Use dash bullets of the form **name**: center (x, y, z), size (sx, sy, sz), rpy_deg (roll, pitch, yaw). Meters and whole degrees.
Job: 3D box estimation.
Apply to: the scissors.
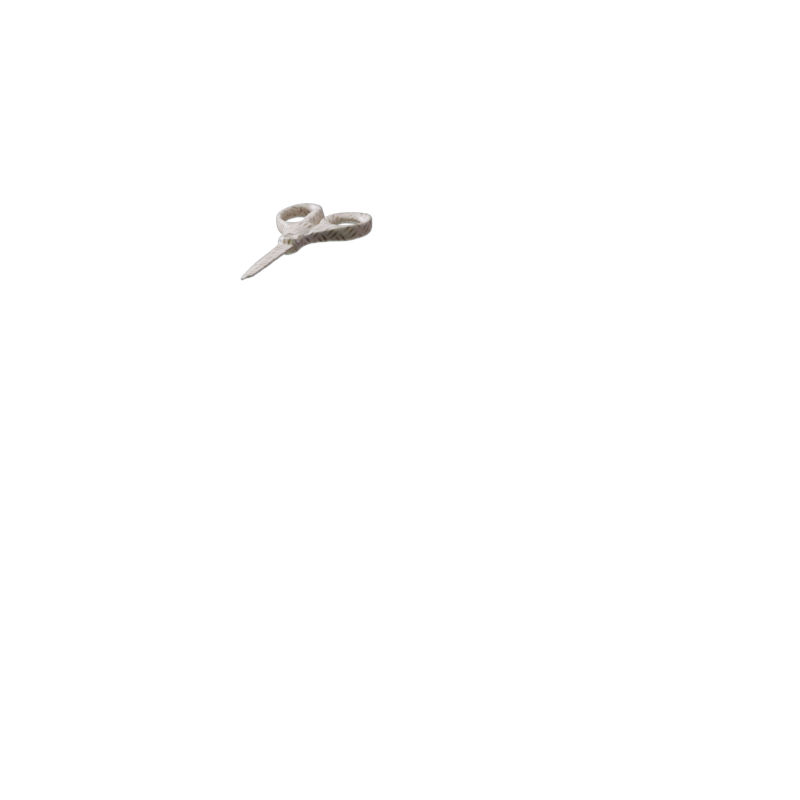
- **scissors**: center (-0.074, -0.135, 0.945), size (0.096, 0.015, 0.211), rpy_deg (1, 25, 1)
